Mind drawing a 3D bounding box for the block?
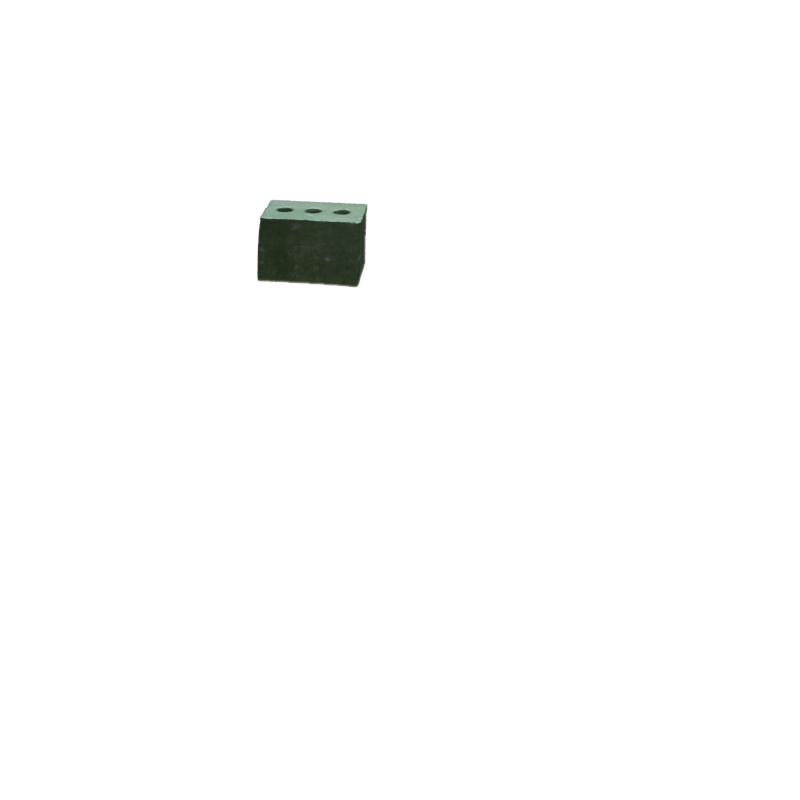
[{"bbox_3d":[-0.066,-0.120,0.843,0.079,0.049,0.055,3,23,6],"label":"block"}]
